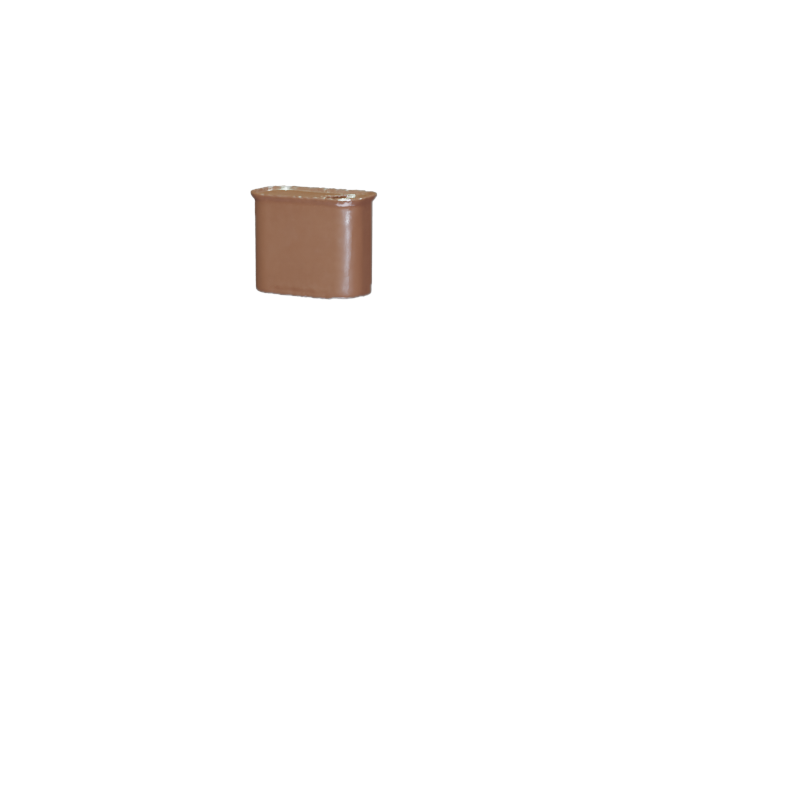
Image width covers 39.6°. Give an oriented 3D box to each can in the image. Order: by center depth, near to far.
[{"bbox_3d":[-0.071,-0.130,0.913,0.105,0.082,0.057,7,14,24],"label":"can"}]
